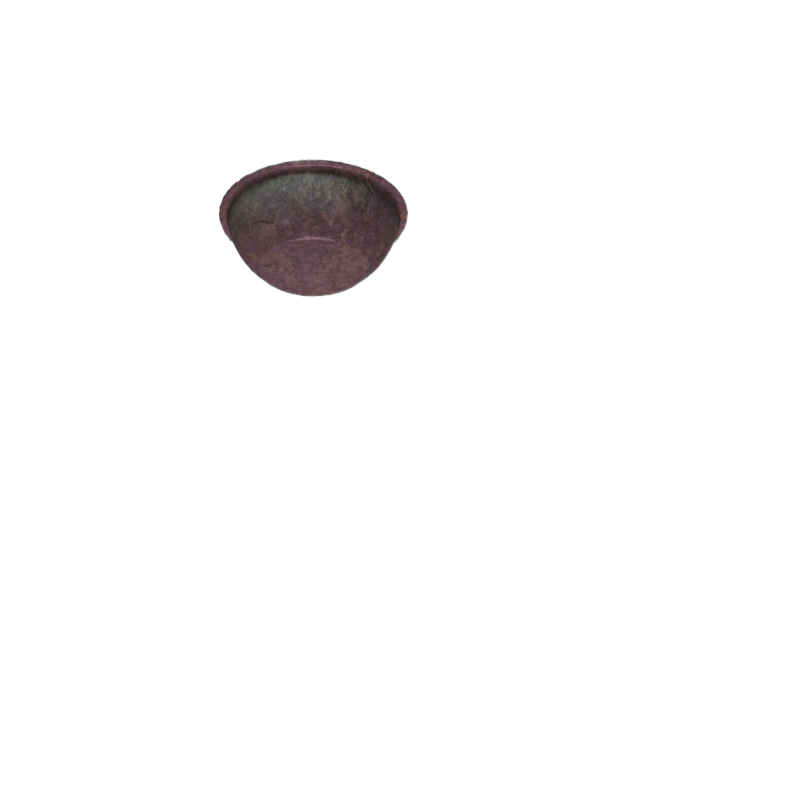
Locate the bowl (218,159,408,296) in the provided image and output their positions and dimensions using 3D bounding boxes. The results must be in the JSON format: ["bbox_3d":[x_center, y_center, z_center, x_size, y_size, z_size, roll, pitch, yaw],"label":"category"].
[{"bbox_3d":[-0.073,-0.133,0.933,0.162,0.059,0.152,1,-28,-2],"label":"bowl"}]
